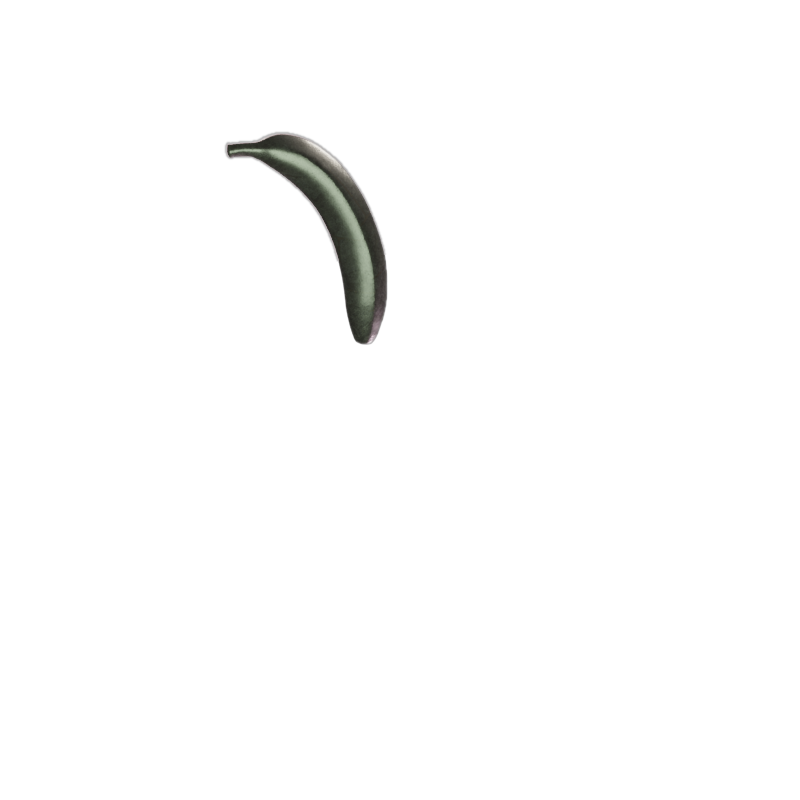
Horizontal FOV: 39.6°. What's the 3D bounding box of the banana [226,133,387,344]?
[{"bbox_3d":[-0.055,-0.137,0.869,0.069,0.191,0.038,-32,14,9],"label":"banana"}]
